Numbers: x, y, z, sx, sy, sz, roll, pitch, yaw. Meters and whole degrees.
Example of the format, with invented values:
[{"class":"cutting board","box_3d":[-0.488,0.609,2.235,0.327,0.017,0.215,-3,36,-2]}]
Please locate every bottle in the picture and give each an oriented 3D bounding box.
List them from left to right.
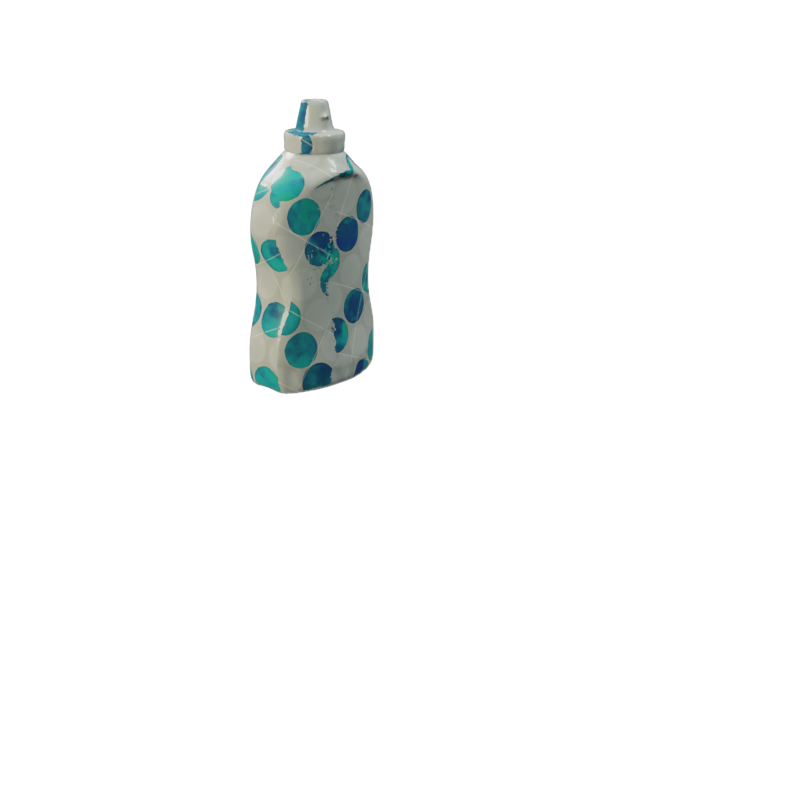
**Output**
[{"class":"bottle","box_3d":[-0.058,-0.107,0.750,0.062,0.186,0.094,14,19,42]}]
